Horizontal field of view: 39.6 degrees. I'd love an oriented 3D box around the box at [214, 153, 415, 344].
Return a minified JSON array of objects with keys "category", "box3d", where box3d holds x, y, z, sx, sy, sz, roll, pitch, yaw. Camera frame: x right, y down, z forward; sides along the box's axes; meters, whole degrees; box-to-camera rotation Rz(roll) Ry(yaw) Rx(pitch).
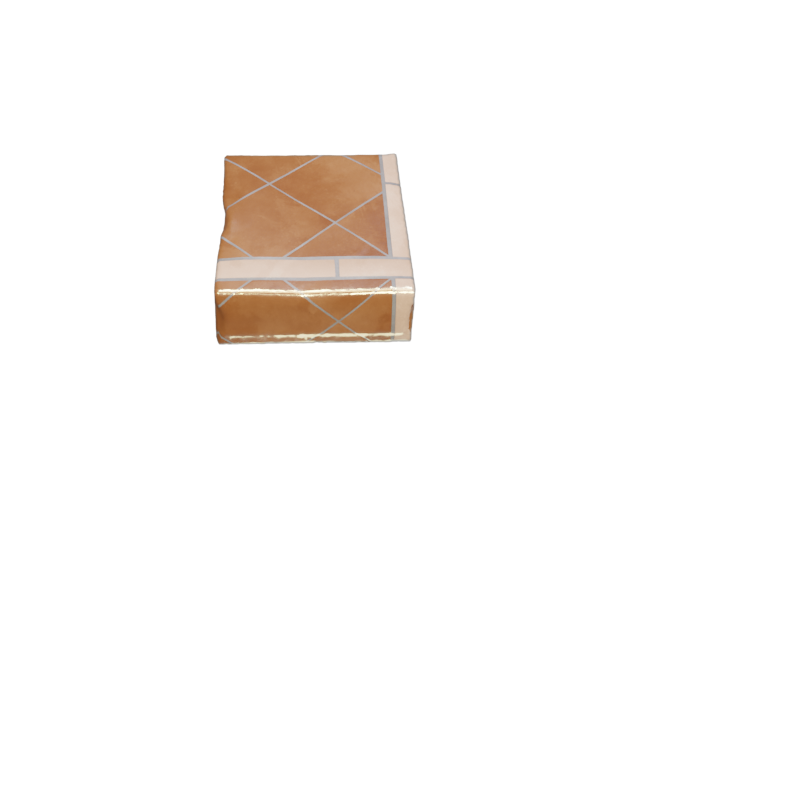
[{"category":"box","box3d":[-0.034,-0.062,0.437,0.073,0.028,0.096,-1,44,-2]}]
